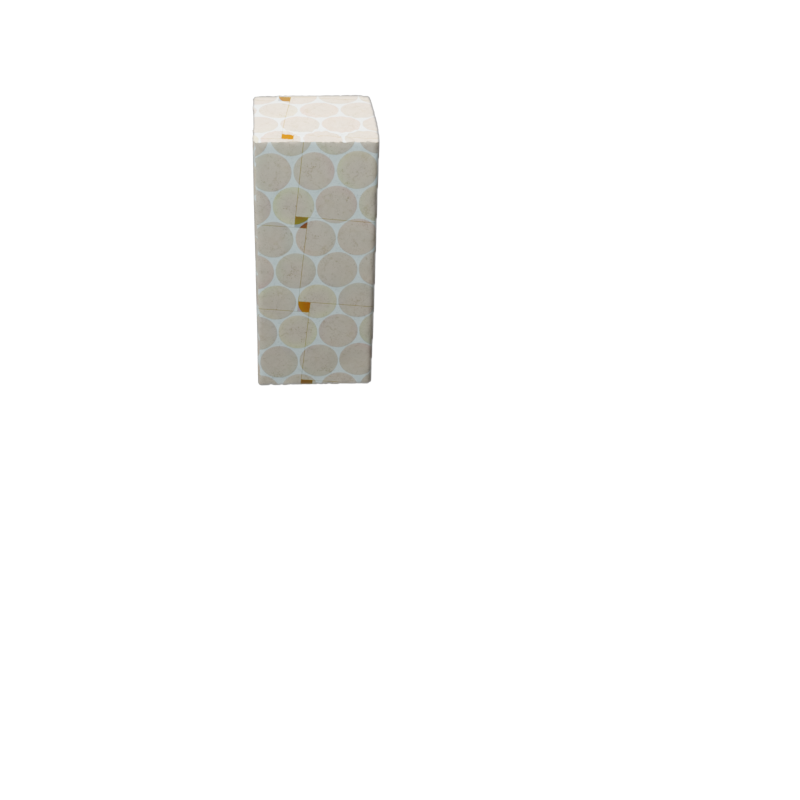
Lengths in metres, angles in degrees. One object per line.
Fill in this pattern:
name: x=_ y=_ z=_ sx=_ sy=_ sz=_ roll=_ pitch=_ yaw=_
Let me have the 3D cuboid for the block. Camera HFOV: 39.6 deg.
block: x=-0.067 y=-0.122 z=0.852 sx=0.090 sy=0.194 sz=0.096 roll=-1 pitch=32 yaw=-5
